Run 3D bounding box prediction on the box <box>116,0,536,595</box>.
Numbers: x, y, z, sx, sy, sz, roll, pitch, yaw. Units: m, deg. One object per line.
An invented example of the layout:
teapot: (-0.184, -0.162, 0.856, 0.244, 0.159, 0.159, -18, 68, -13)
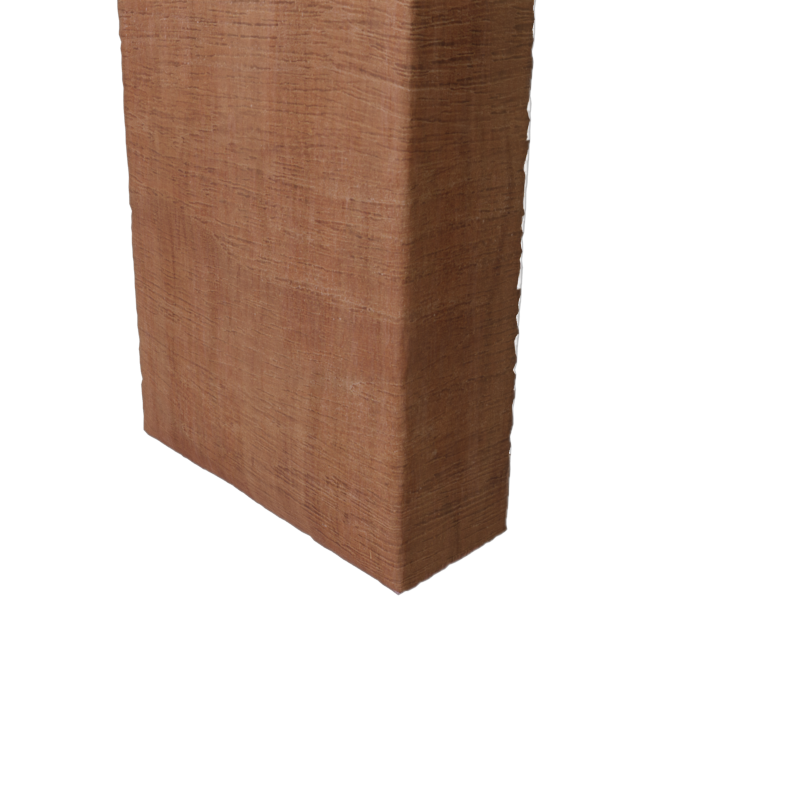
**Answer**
box: (-0.034, -0.062, 0.433, 0.071, 0.204, 0.175, -17, 28, -40)
